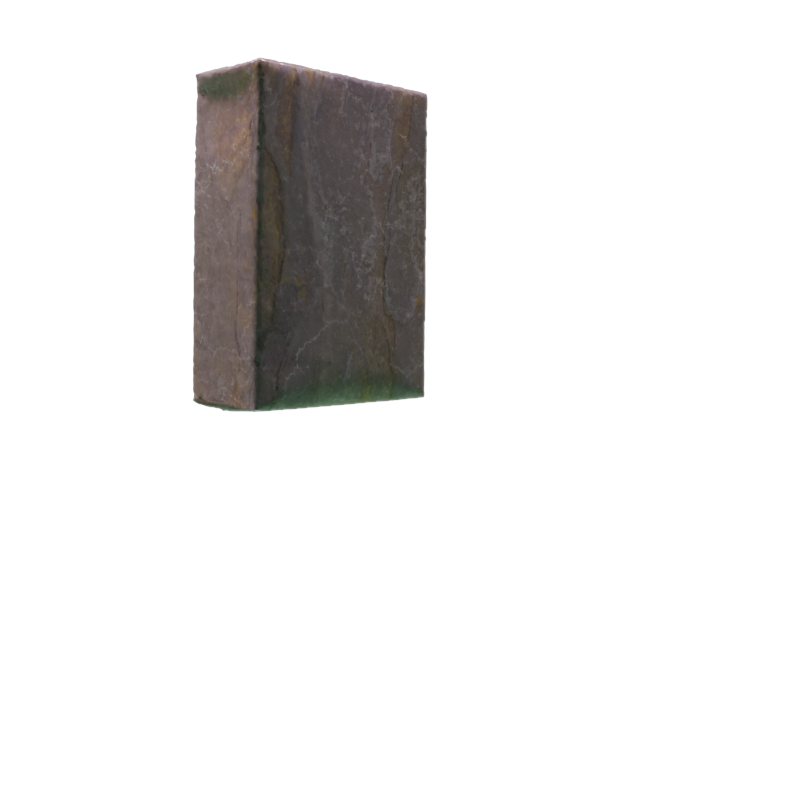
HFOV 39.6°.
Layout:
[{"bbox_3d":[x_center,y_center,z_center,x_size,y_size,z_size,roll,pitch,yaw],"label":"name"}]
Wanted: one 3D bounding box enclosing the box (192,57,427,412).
[{"bbox_3d":[-0.058,-0.105,0.735,0.074,0.215,0.158,-2,-2,42],"label":"box"}]
